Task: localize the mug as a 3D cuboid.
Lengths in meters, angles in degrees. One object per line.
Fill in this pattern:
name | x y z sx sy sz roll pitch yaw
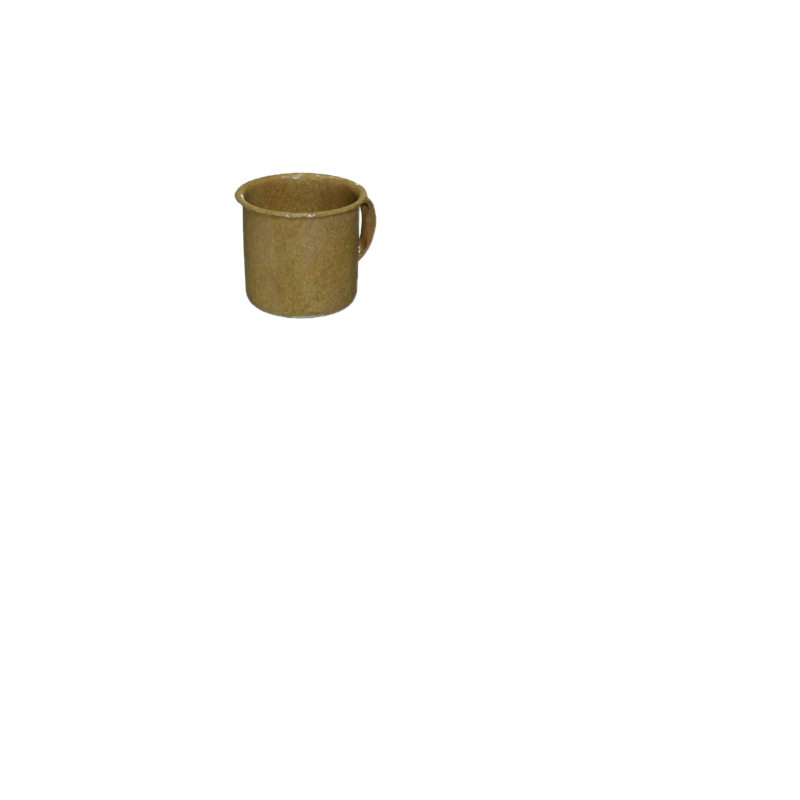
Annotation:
mug | -0.063 -0.114 0.800 0.099 0.077 0.116 23 34 38
